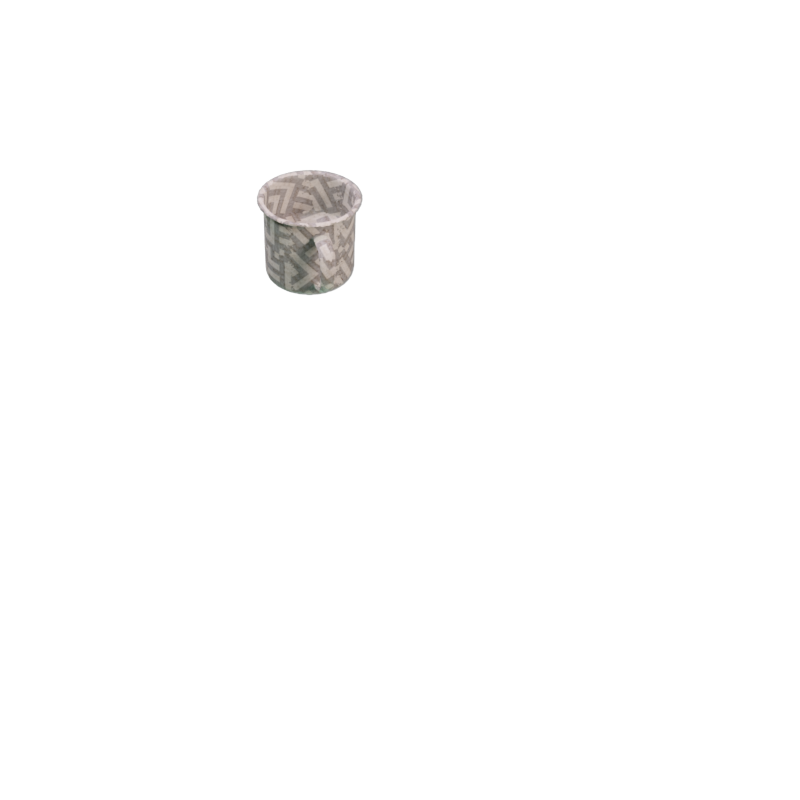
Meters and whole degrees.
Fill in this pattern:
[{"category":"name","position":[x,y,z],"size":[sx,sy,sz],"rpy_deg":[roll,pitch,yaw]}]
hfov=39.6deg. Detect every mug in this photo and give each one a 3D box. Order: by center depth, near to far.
[{"category":"mug","position":[-0.077,-0.141,0.989],"size":[0.092,0.076,0.127],"rpy_deg":[-11,40,-15]}]
